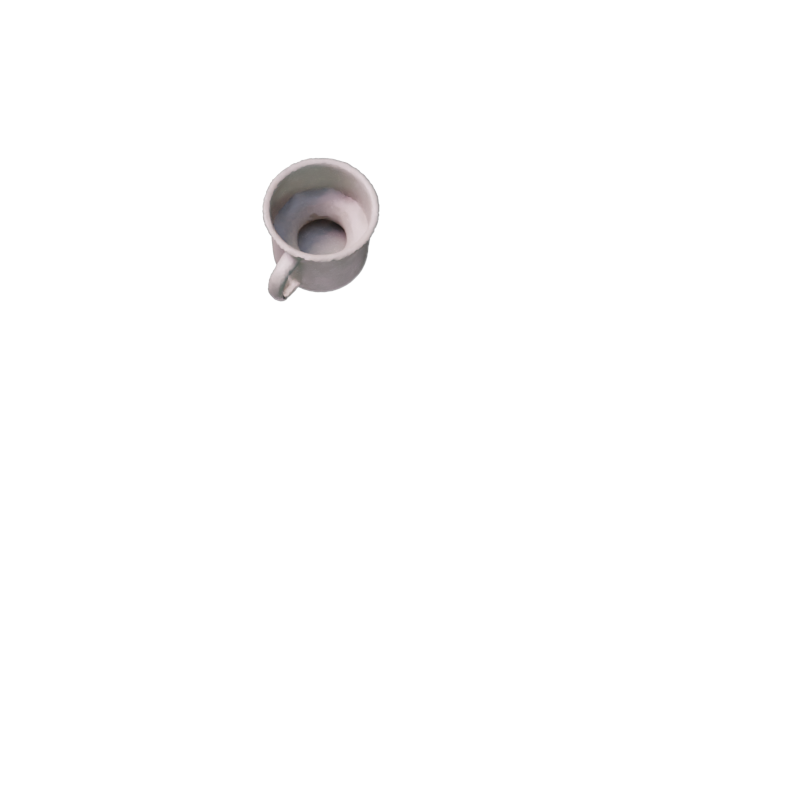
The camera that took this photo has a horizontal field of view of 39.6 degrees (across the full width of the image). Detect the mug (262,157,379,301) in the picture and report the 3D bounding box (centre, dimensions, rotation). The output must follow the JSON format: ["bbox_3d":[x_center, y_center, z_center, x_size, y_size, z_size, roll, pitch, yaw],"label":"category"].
[{"bbox_3d":[-0.071,-0.130,0.910,0.096,0.120,0.077,27,-21,9],"label":"mug"}]
